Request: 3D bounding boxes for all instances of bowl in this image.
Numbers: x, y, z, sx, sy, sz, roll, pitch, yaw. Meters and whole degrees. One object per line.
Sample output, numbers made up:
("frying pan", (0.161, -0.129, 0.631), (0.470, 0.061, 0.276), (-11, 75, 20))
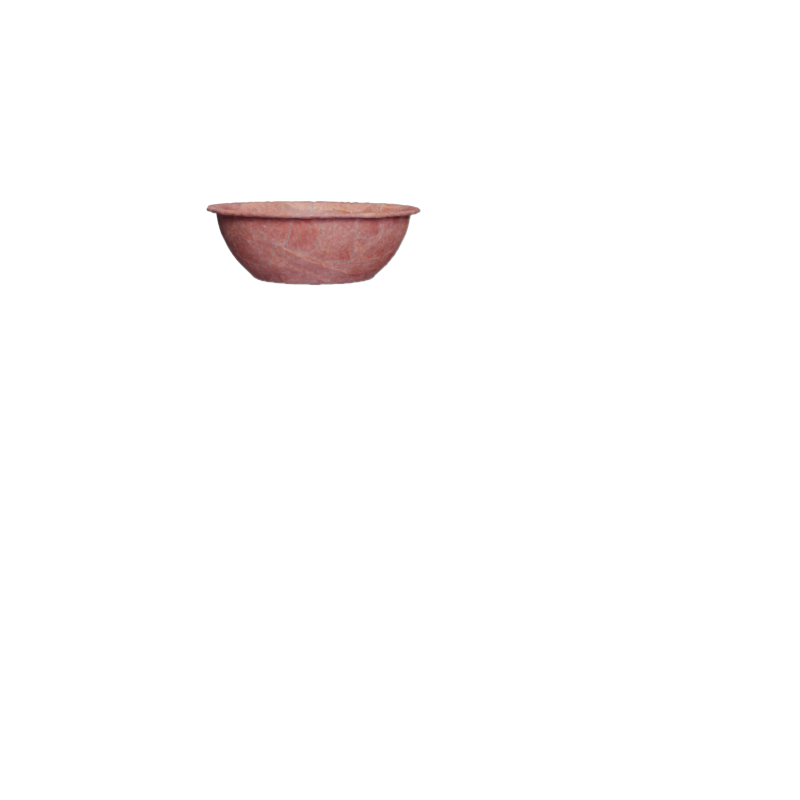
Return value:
("bowl", (-0.066, -0.120, 0.839), (0.162, 0.054, 0.166), (0, 12, -2))
